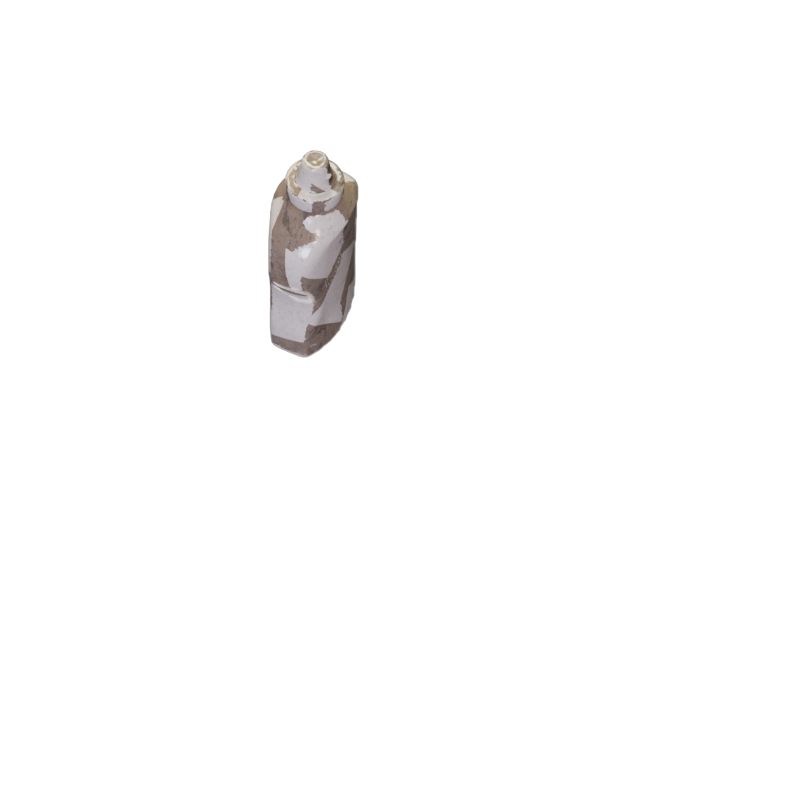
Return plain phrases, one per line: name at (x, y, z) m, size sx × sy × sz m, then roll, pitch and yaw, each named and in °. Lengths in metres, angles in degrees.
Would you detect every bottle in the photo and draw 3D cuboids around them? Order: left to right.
bottle at (-0.064, -0.117, 0.819) m, size 0.060 × 0.100 × 0.180 m, roll 23°, pitch -29°, yaw 9°
